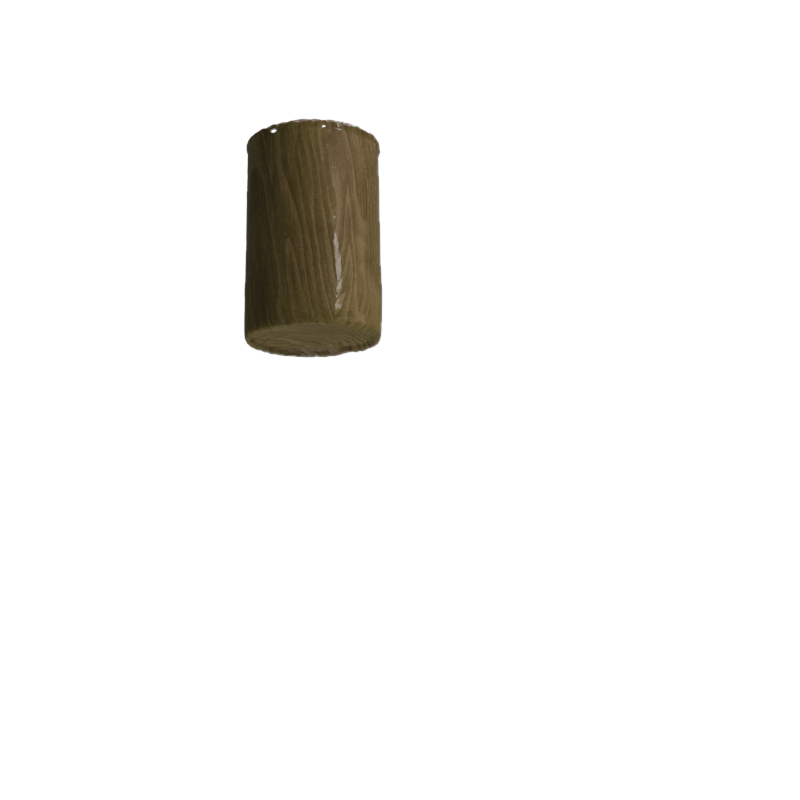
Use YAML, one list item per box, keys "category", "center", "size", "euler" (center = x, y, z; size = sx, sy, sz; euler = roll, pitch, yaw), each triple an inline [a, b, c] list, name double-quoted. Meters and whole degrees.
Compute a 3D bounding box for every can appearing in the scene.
- category: "can"
  center: [-0.043, -0.078, 0.547]
  size: [0.068, 0.107, 0.066]
  euler: [0, -17, -2]
